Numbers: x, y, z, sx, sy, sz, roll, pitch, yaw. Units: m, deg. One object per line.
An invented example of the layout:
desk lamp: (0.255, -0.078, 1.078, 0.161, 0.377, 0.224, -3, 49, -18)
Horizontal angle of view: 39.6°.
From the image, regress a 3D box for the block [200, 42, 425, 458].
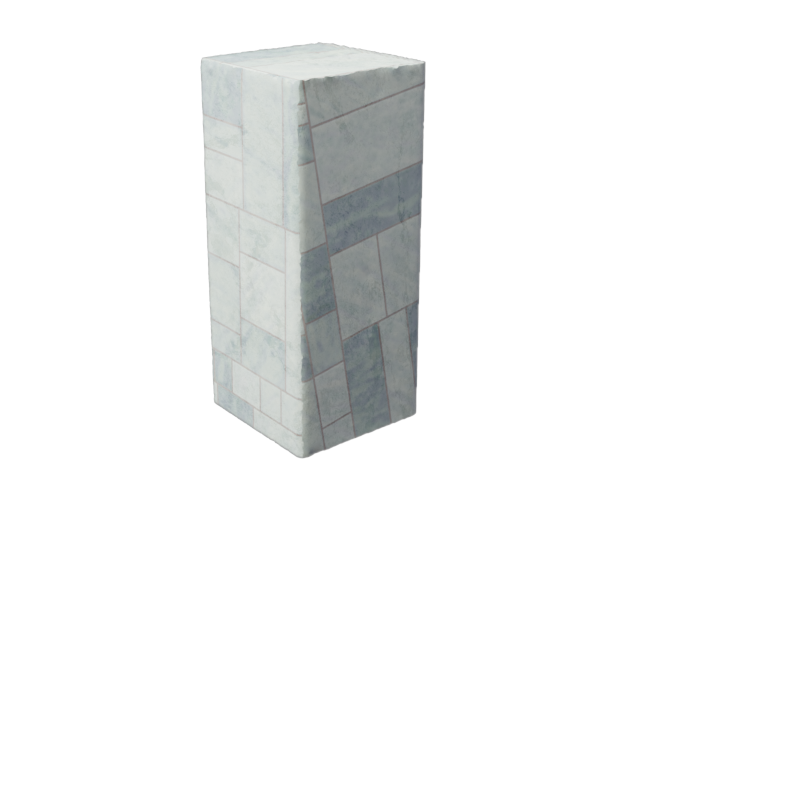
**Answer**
block: (-0.049, -0.089, 0.622, 0.088, 0.197, 0.097, -16, 27, -38)
